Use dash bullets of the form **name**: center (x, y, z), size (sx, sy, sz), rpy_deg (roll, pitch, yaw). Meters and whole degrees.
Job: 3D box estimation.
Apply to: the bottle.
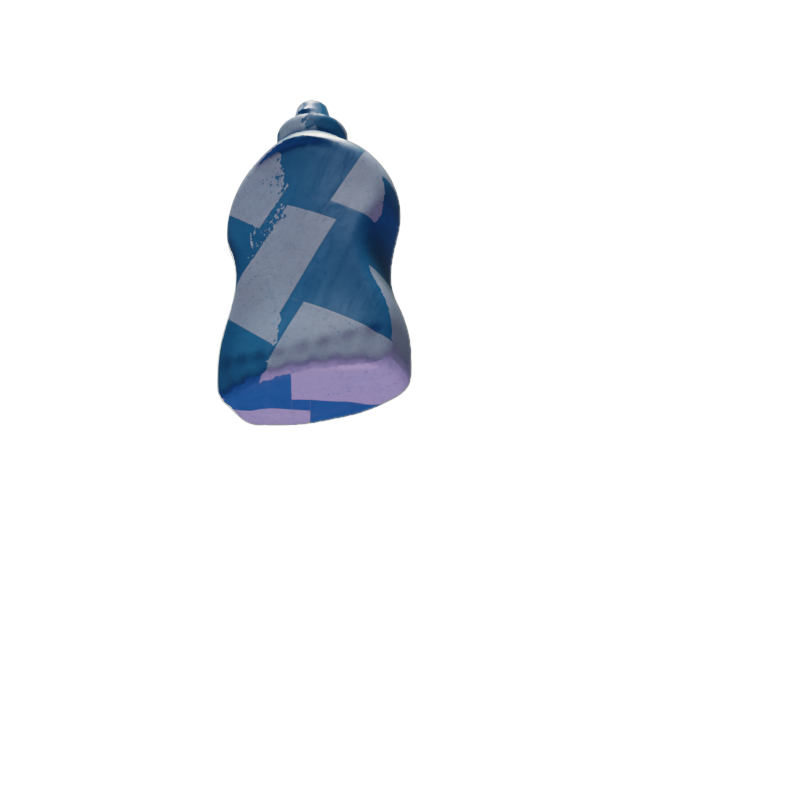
- **bottle**: center (-0.047, -0.086, 0.599), size (0.097, 0.205, 0.054), rpy_deg (-15, -35, 19)
